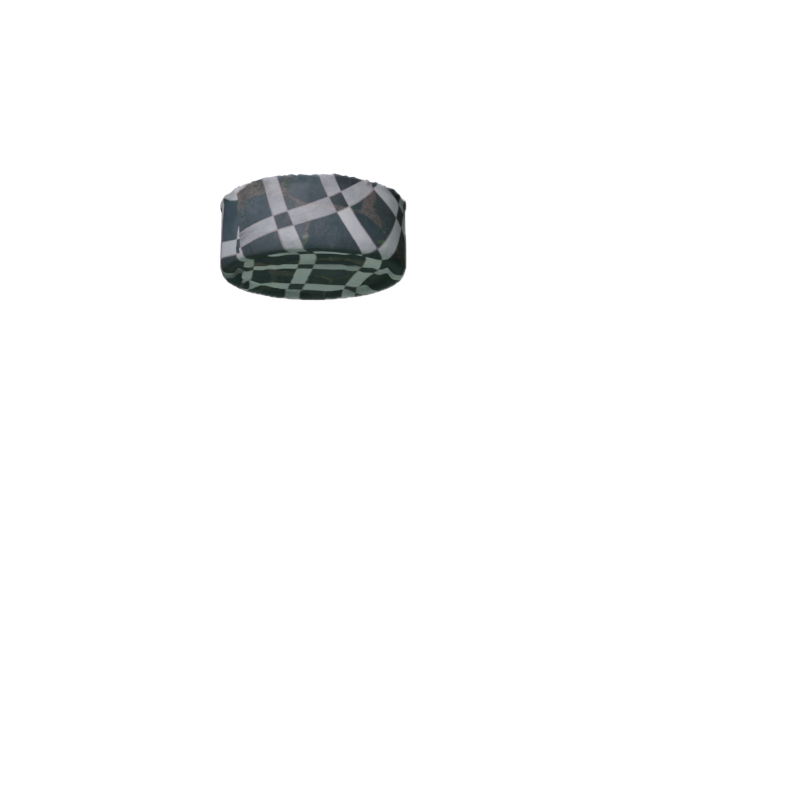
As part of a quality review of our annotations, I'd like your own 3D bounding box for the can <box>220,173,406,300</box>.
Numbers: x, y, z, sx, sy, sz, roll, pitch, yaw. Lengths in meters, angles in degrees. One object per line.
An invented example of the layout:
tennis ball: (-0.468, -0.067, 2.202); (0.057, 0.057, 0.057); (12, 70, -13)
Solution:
can: (-0.040, -0.072, 0.506); (0.086, 0.035, 0.083); (0, -12, -2)
